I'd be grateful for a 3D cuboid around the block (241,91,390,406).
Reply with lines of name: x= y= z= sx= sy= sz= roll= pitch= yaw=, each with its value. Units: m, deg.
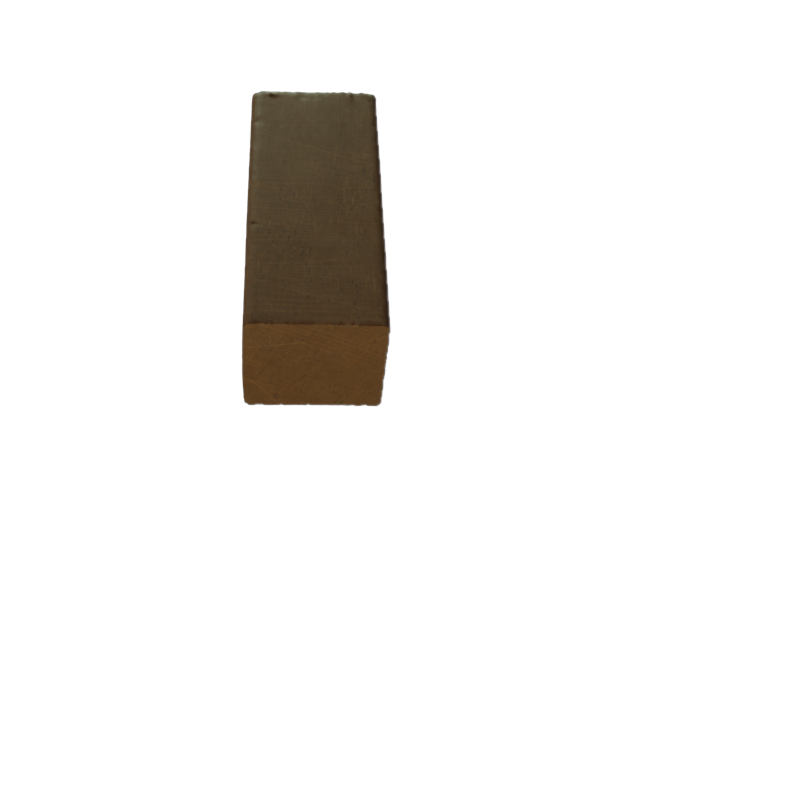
block: x=-0.059 y=-0.108 z=0.753 sx=0.090 sy=0.221 sz=0.084 roll=0 pitch=-38 yaw=-4
